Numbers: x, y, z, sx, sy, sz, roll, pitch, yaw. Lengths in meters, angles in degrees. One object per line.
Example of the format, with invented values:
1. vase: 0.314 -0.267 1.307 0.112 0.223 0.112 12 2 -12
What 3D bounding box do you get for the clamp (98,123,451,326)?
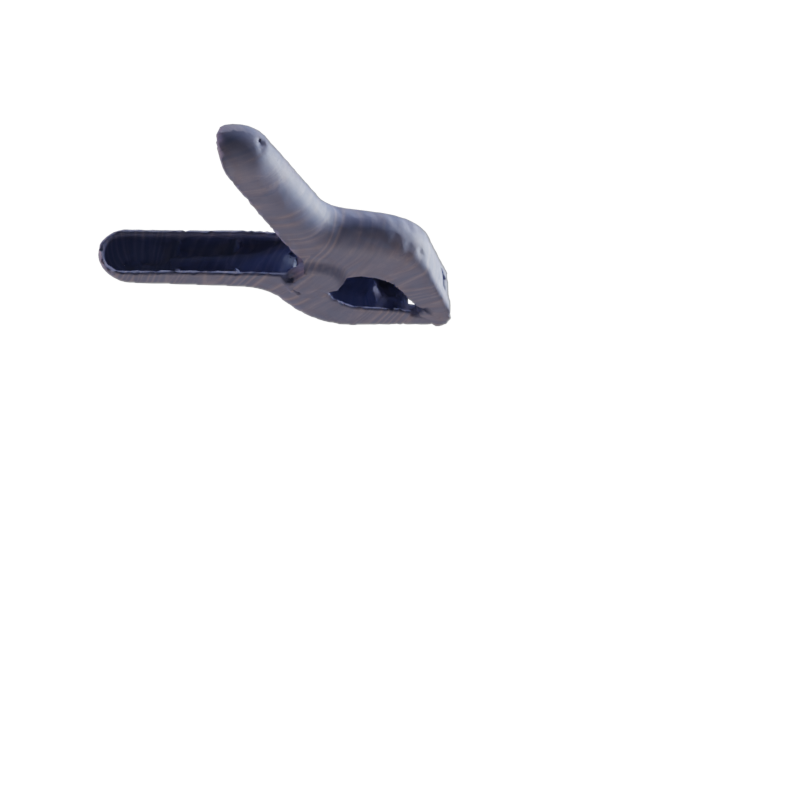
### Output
1. clamp: -0.040 -0.072 0.507 0.165 0.041 0.119 9 -20 -26
